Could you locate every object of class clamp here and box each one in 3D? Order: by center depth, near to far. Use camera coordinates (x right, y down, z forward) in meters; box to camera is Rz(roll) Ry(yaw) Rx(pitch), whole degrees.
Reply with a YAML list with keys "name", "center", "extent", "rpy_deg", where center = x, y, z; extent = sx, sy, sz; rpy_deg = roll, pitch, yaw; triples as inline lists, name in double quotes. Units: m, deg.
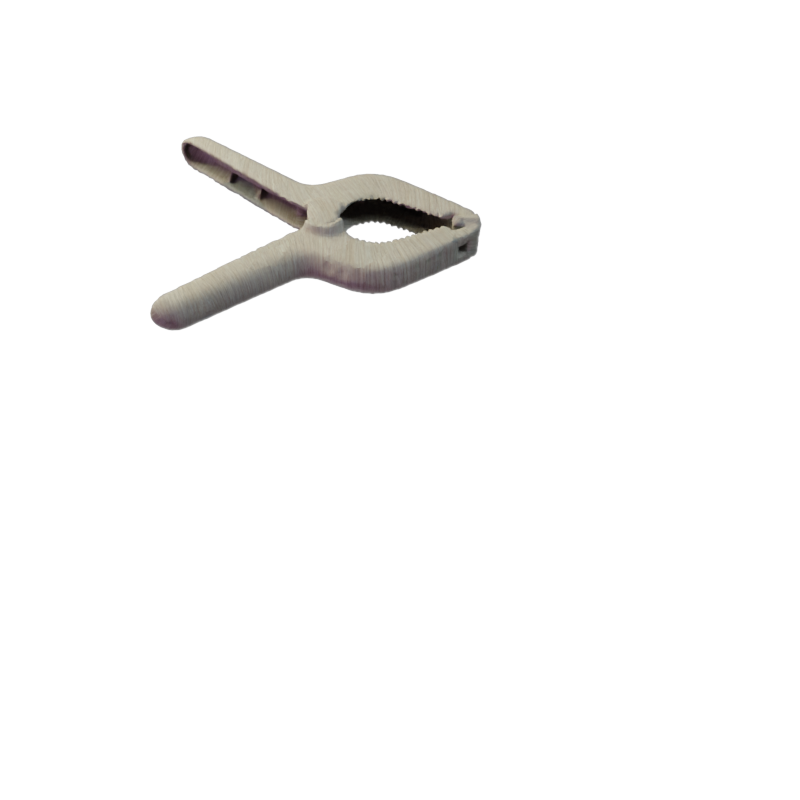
- name: "clamp"
  center: [-0.056, -0.102, 0.712]
  extent: [0.212, 0.175, 0.034]
  rpy_deg: [6, -39, 5]
